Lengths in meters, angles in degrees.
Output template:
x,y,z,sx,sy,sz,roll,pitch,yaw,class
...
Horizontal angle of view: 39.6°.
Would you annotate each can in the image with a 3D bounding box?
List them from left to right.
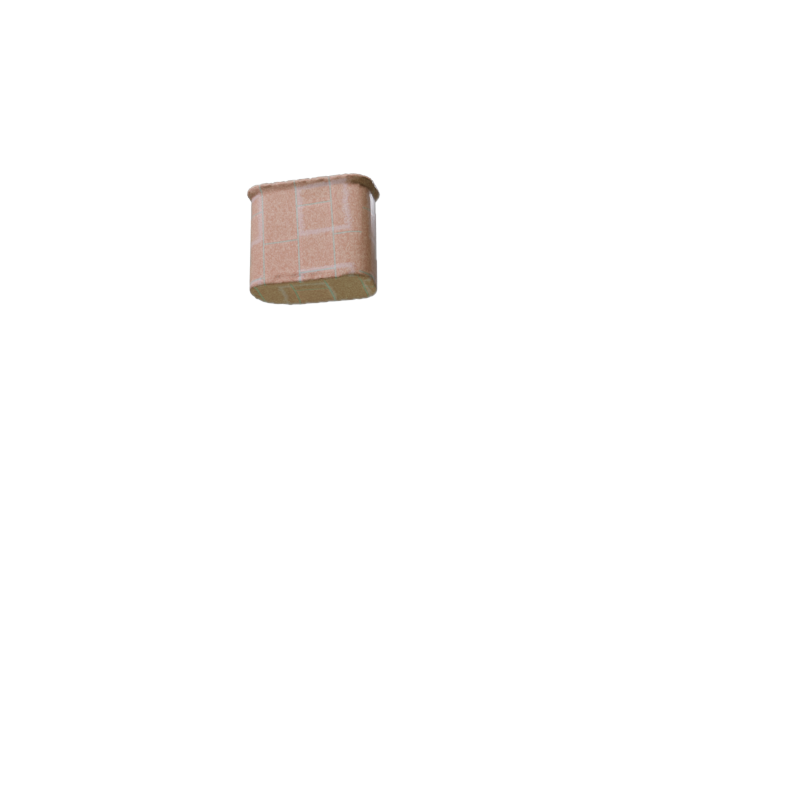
x,y,z,sx,sy,sz,roll,pitch,yaw,class
-0.067,-0.123,0.859,0.103,0.088,0.054,-5,-20,13,can
